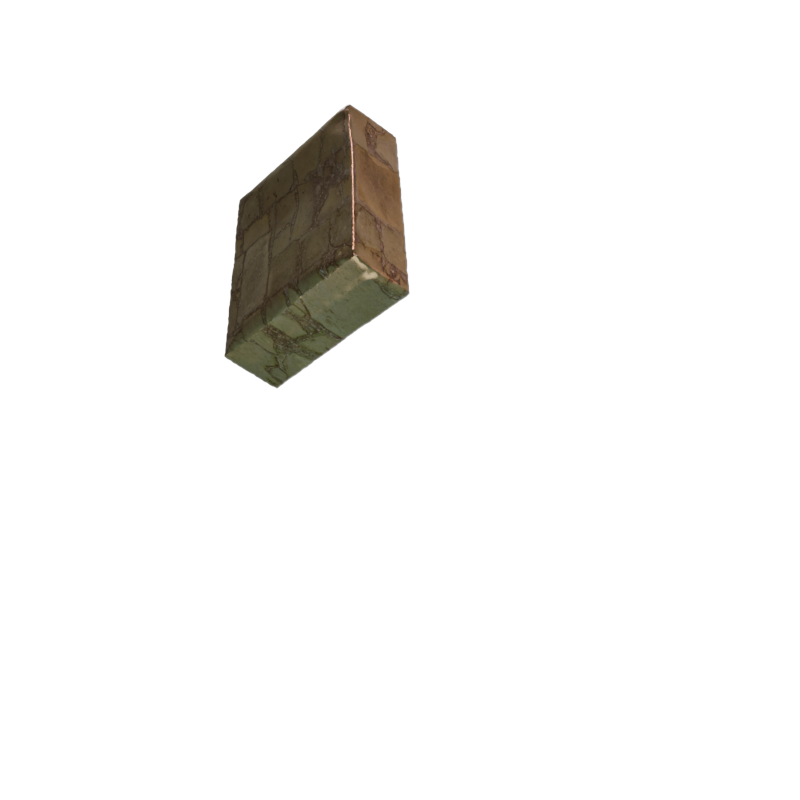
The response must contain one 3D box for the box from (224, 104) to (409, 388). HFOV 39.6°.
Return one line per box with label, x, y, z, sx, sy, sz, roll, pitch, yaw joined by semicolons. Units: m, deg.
box;-0.078;-0.142;0.997;0.162;0.230;0.067;-35;-52;29
